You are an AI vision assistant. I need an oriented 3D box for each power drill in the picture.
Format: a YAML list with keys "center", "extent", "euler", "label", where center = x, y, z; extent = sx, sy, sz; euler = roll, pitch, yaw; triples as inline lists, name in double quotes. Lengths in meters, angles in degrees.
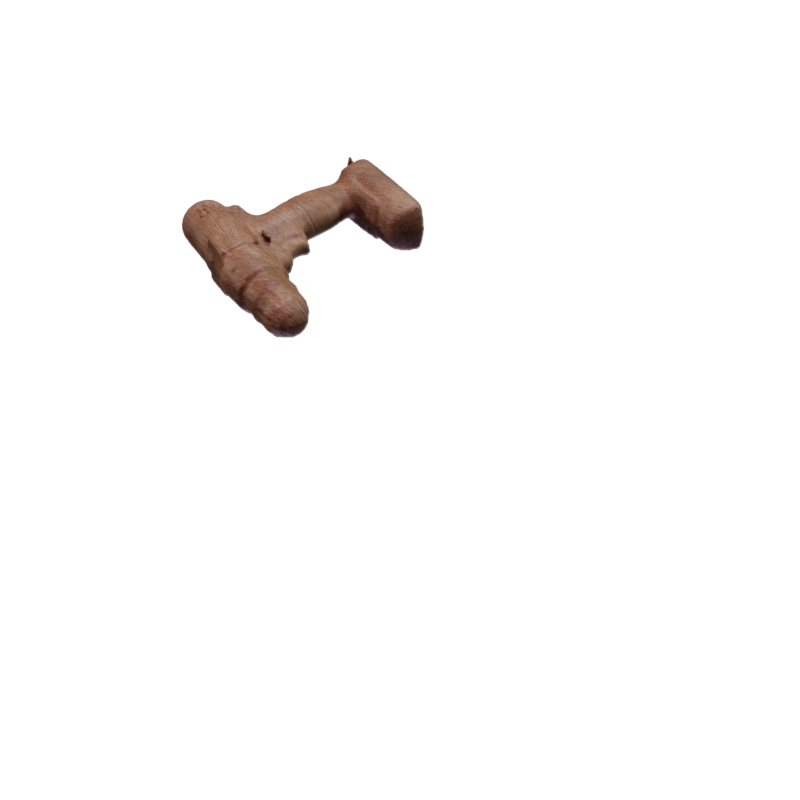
- center: [-0.076, -0.138, 0.968]
  extent: [0.186, 0.053, 0.199]
  euler: [-22, 46, -23]
  label: "power drill"
